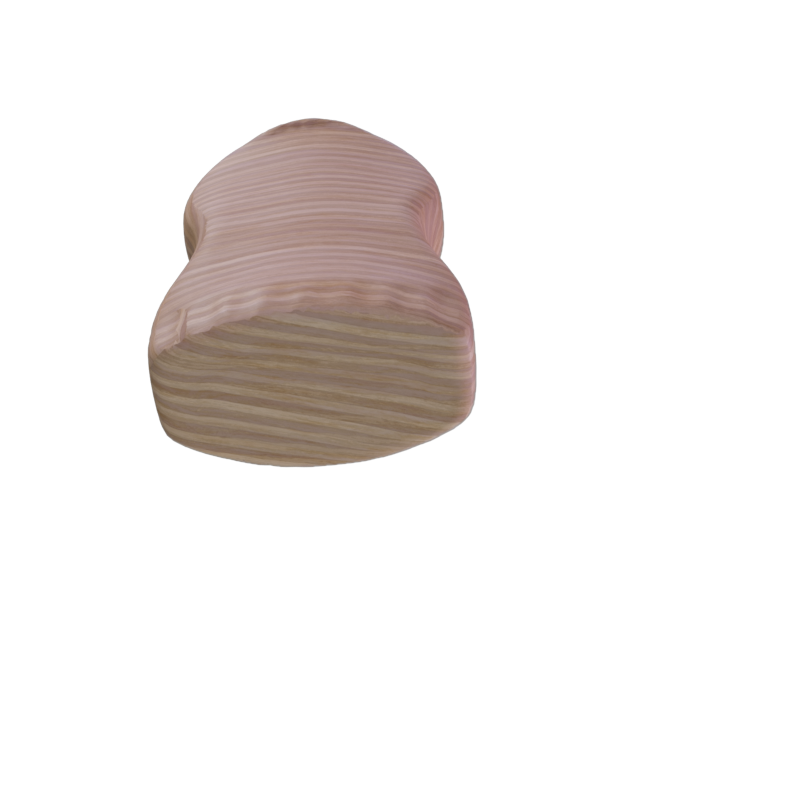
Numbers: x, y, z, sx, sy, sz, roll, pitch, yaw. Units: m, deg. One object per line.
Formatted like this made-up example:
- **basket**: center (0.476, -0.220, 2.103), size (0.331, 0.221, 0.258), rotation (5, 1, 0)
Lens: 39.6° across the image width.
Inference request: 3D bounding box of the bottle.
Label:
- **bottle**: center (-0.031, -0.057, 0.401), size (0.096, 0.055, 0.204), rotation (-7, 33, 1)
